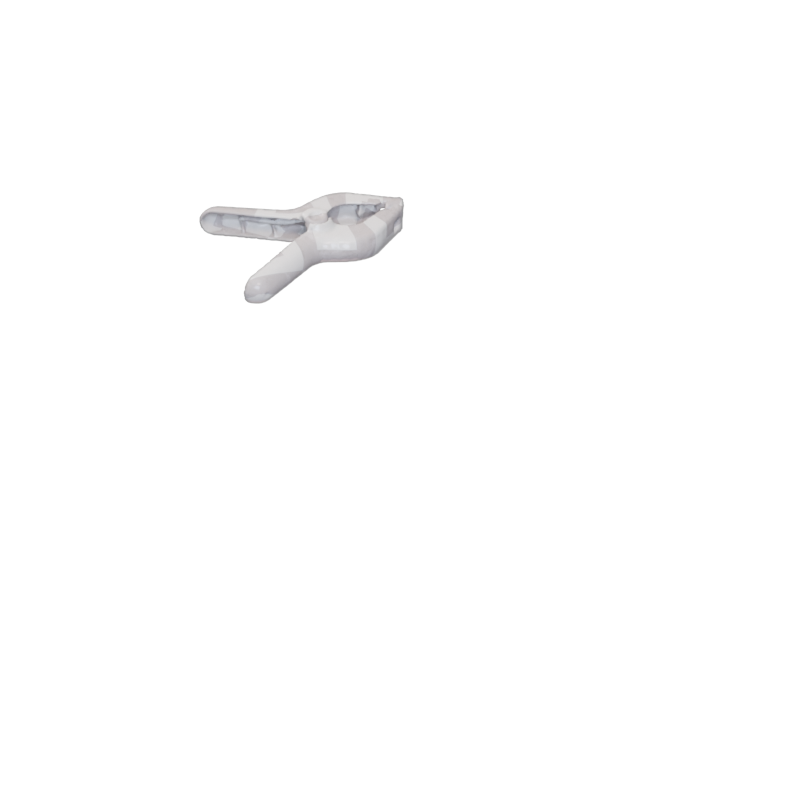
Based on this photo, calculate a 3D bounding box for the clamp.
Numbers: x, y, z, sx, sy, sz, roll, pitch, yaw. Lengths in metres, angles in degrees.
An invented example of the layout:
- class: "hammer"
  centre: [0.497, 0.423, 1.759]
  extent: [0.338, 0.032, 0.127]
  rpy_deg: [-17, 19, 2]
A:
- class: "clamp"
  centre: [-0.071, -0.130, 0.913]
  extent: [0.170, 0.130, 0.036]
  rpy_deg: [-12, -42, -11]
